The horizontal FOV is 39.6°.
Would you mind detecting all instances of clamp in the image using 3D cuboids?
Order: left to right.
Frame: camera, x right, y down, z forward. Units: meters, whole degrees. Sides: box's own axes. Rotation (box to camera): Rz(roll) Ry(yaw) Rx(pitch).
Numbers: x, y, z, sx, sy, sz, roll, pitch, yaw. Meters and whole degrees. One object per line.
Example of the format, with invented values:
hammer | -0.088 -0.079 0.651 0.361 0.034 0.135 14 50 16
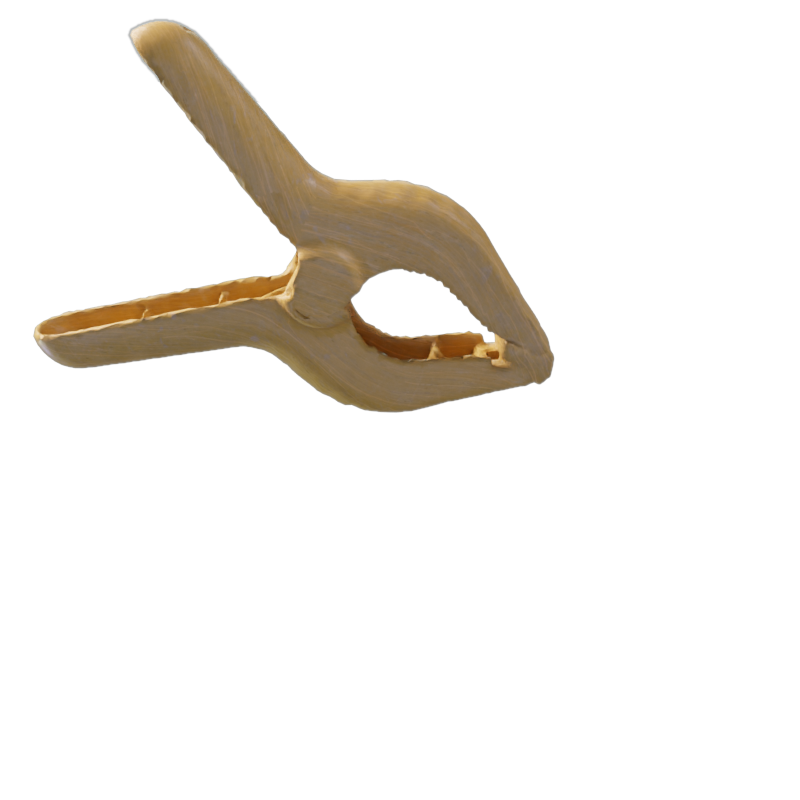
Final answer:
clamp | -0.029 -0.052 0.364 0.170 0.115 0.041 11 25 -5
